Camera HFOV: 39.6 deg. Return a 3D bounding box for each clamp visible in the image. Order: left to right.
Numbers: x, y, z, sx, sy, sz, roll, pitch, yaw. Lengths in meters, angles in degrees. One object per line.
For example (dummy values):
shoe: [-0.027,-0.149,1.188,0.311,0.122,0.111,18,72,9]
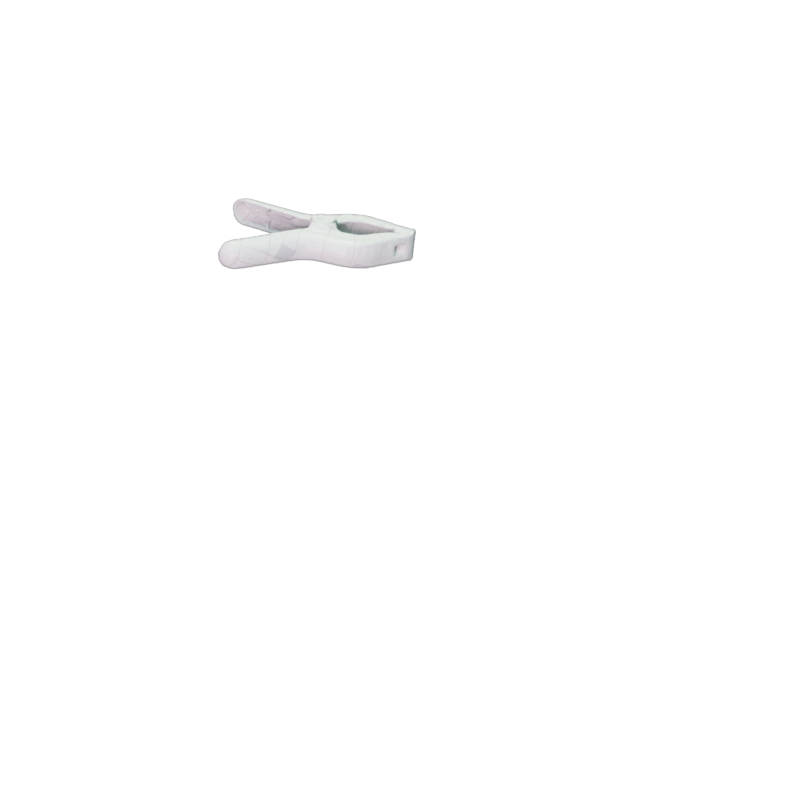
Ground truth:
clamp: [-0.075,-0.137,0.958,0.174,0.037,0.126,6,34,9]
